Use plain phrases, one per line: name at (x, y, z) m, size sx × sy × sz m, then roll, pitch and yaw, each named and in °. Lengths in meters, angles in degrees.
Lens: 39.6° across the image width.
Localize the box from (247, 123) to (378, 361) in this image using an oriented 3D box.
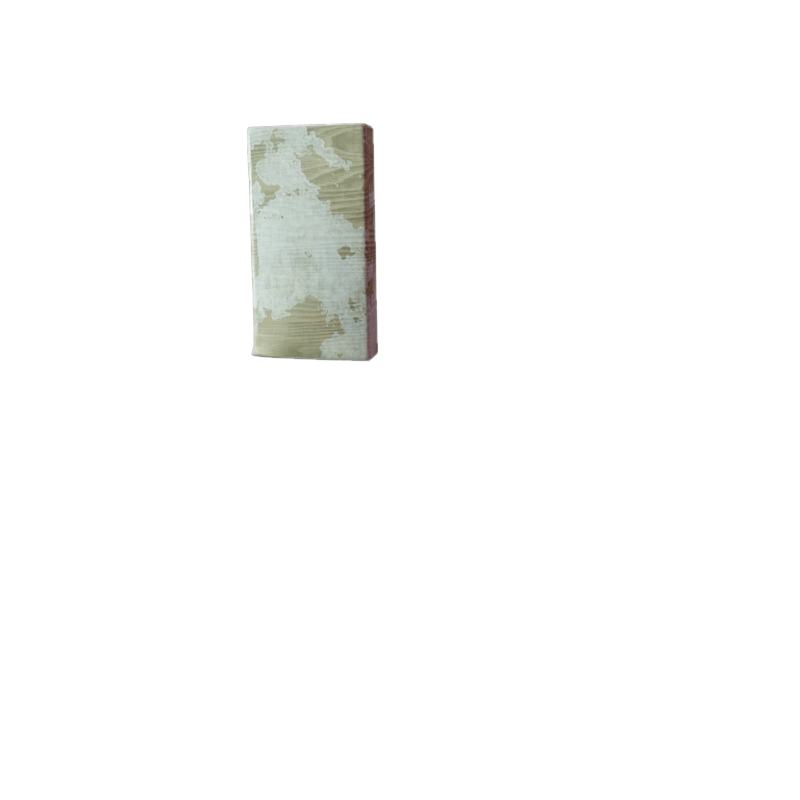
box at (-0.066, -0.120, 0.841) m, size 0.095 × 0.176 × 0.047 m, roll 1°, pitch 2°, yaw 12°
